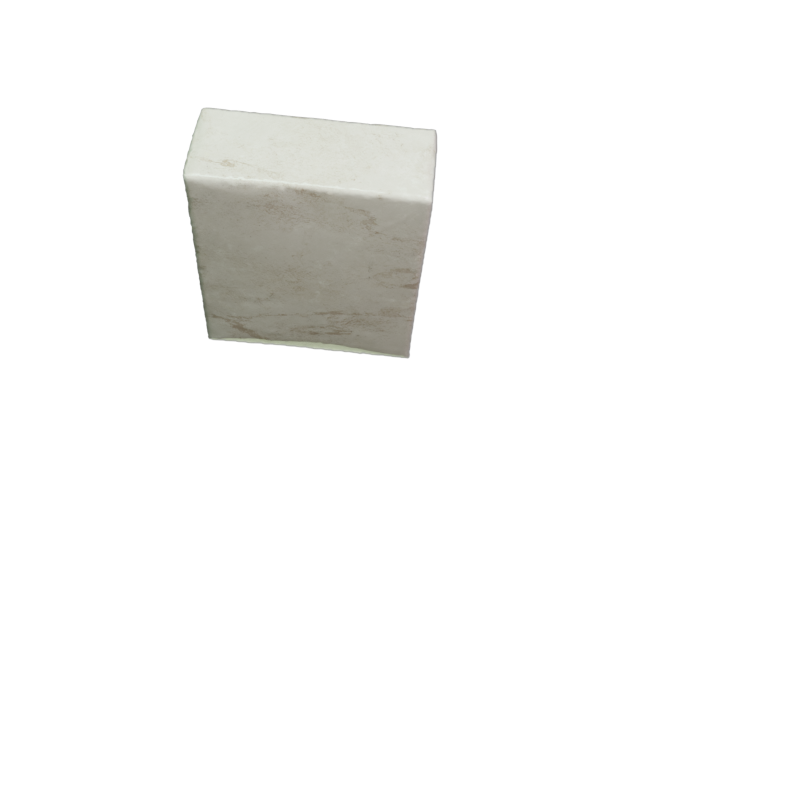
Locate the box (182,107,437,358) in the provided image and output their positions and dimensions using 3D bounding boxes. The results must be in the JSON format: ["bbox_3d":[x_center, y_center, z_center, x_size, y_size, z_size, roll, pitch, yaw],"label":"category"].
[{"bbox_3d":[-0.064,-0.116,0.812,0.165,0.076,0.201,7,-30,1],"label":"box"}]
